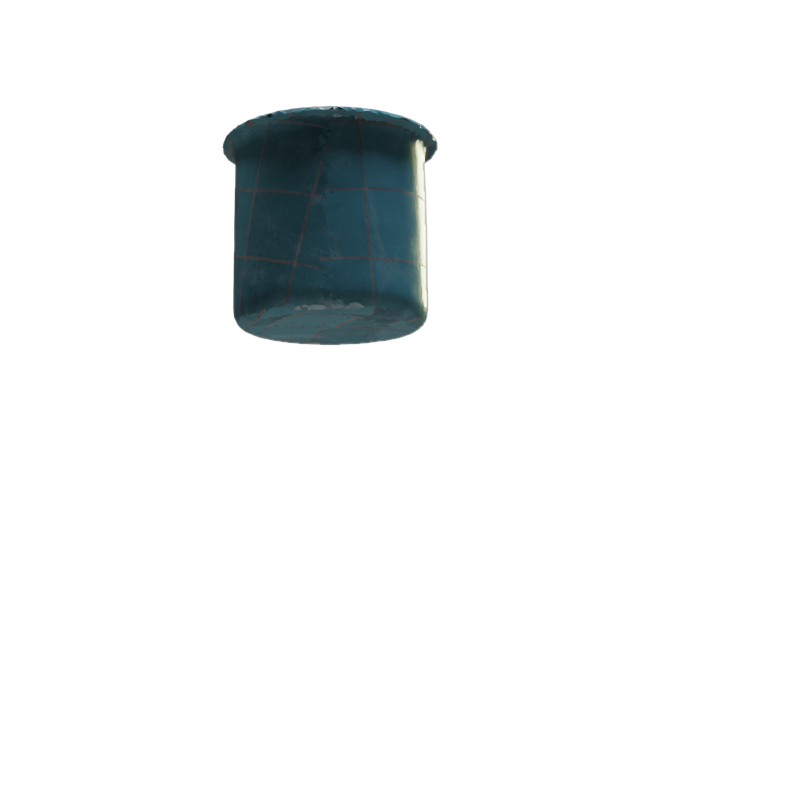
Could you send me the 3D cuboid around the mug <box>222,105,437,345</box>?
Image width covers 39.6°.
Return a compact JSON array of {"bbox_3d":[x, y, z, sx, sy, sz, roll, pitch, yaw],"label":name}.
[{"bbox_3d":[-0.038,-0.069,0.481,0.089,0.084,0.119,9,-14,-39],"label":"mug"}]
